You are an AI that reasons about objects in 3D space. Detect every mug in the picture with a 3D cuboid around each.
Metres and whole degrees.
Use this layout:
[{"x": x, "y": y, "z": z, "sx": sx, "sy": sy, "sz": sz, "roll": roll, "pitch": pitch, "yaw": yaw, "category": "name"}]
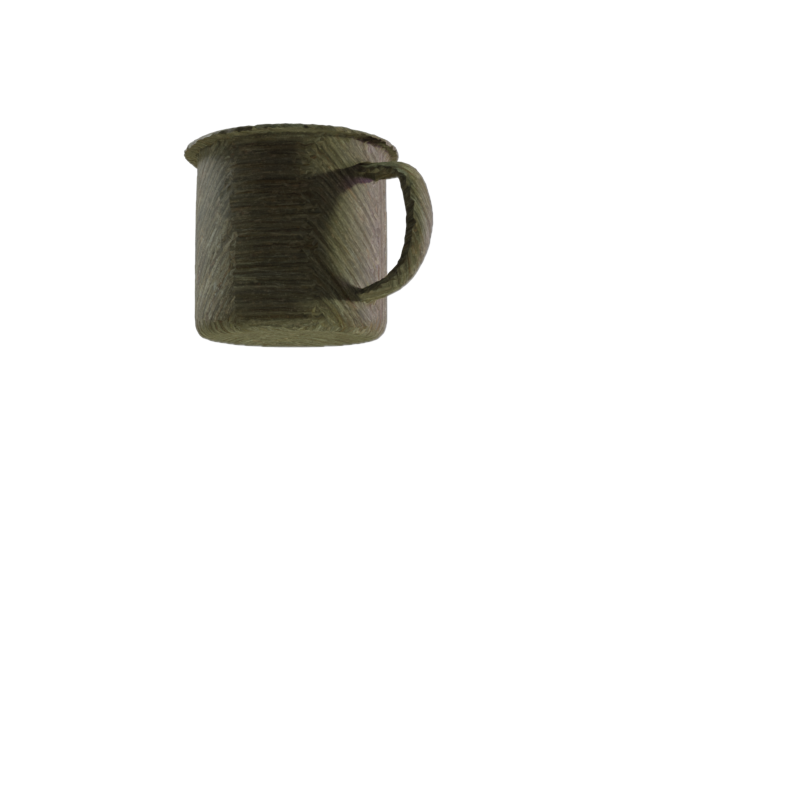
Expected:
[{"x": -0.037, "y": -0.067, "z": 0.468, "sx": 0.121, "sy": 0.083, "sz": 0.089, "roll": -4, "pitch": -8, "yaw": 35, "category": "mug"}]
